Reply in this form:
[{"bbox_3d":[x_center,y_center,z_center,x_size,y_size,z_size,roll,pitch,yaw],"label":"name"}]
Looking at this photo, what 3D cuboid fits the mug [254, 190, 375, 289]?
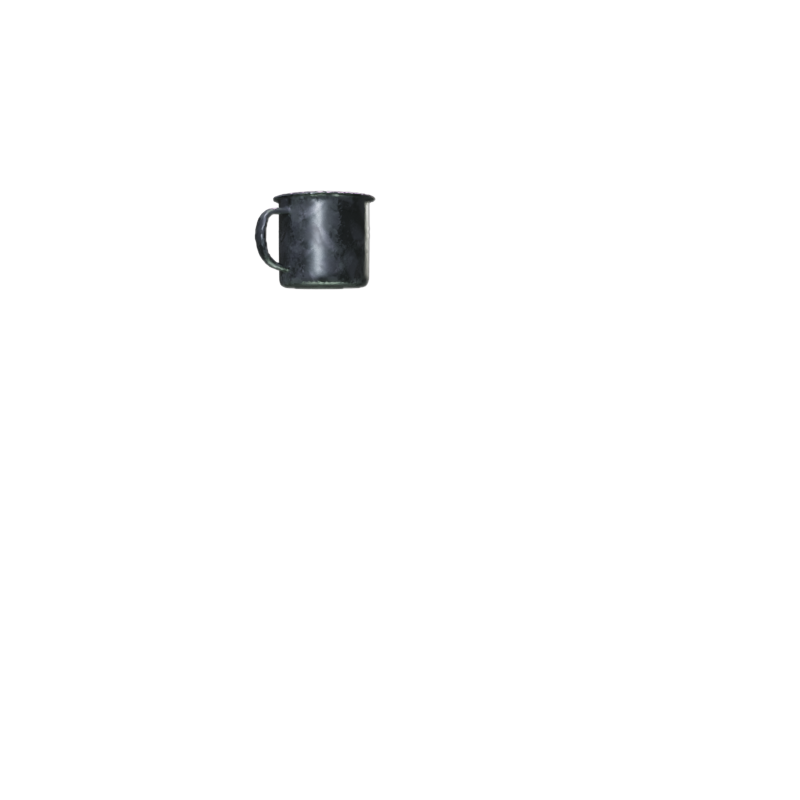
[{"bbox_3d":[-0.078,-0.142,0.994,0.112,0.082,0.096,0,-1,-39],"label":"mug"}]
